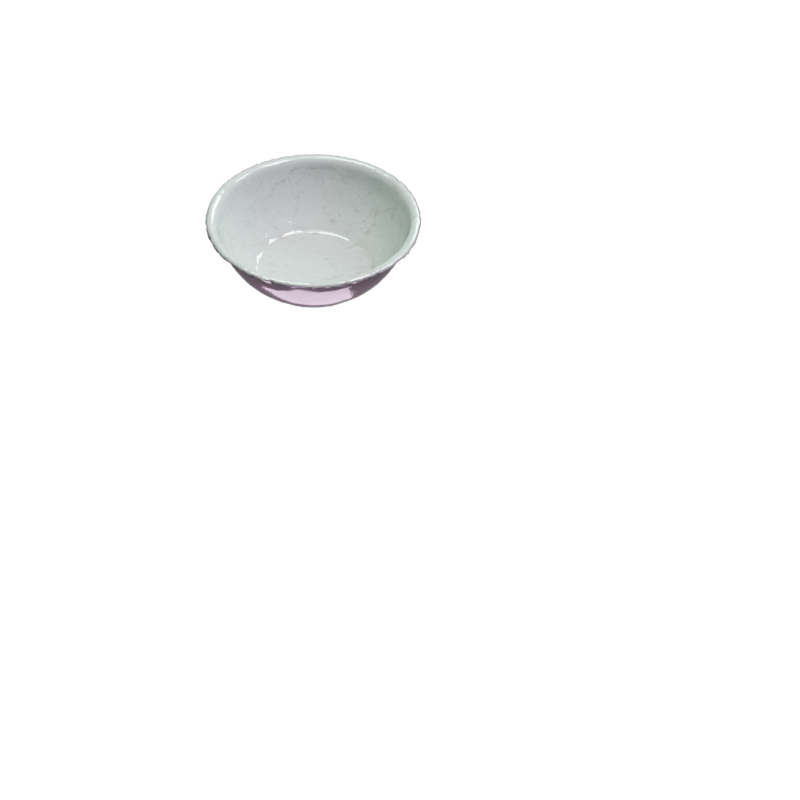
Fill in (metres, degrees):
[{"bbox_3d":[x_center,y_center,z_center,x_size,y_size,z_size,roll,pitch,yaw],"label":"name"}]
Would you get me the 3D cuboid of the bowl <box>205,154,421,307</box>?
[{"bbox_3d":[-0.066,-0.121,0.848,0.162,0.051,0.174,-1,44,-1],"label":"bowl"}]
